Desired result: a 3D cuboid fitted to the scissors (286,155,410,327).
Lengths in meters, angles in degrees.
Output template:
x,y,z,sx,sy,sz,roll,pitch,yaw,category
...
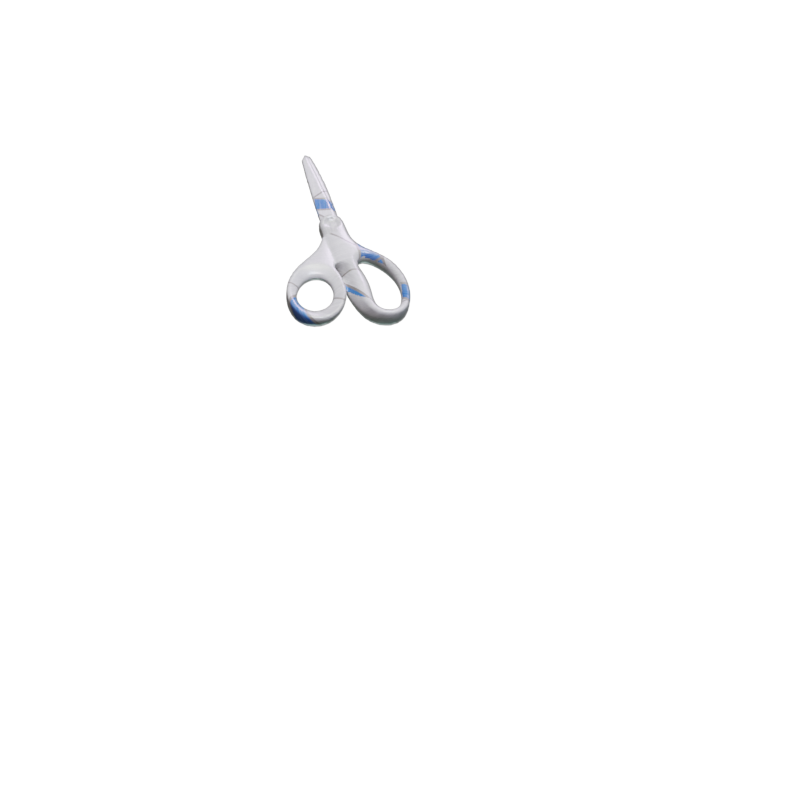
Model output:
x,y,z,sx,sy,sz,roll,pitch,yaw,category
-0.065,-0.119,0.836,0.095,0.015,0.218,-21,48,-20,scissors
